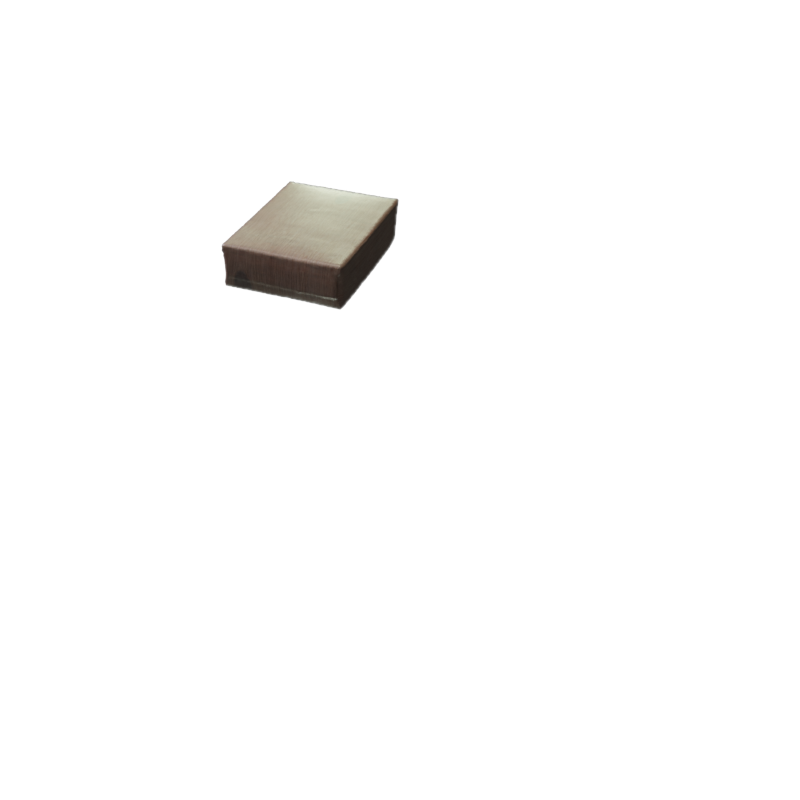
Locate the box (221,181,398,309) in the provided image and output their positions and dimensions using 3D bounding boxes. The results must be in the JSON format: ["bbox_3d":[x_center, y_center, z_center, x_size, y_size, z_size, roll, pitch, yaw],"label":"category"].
[{"bbox_3d":[-0.062,-0.113,0.790,0.093,0.037,0.117,12,34,18],"label":"box"}]
